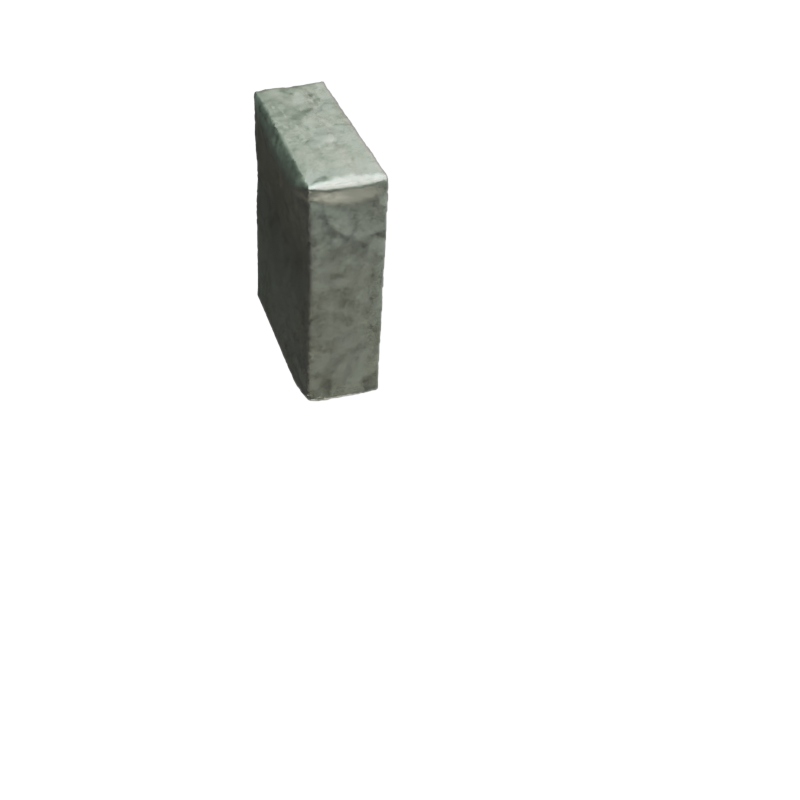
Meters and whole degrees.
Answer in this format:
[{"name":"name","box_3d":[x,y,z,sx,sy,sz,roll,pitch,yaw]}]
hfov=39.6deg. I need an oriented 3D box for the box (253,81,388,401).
[{"name":"box","box_3d":[-0.072,-0.132,0.926,0.071,0.200,0.178,-10,40,-17]}]
